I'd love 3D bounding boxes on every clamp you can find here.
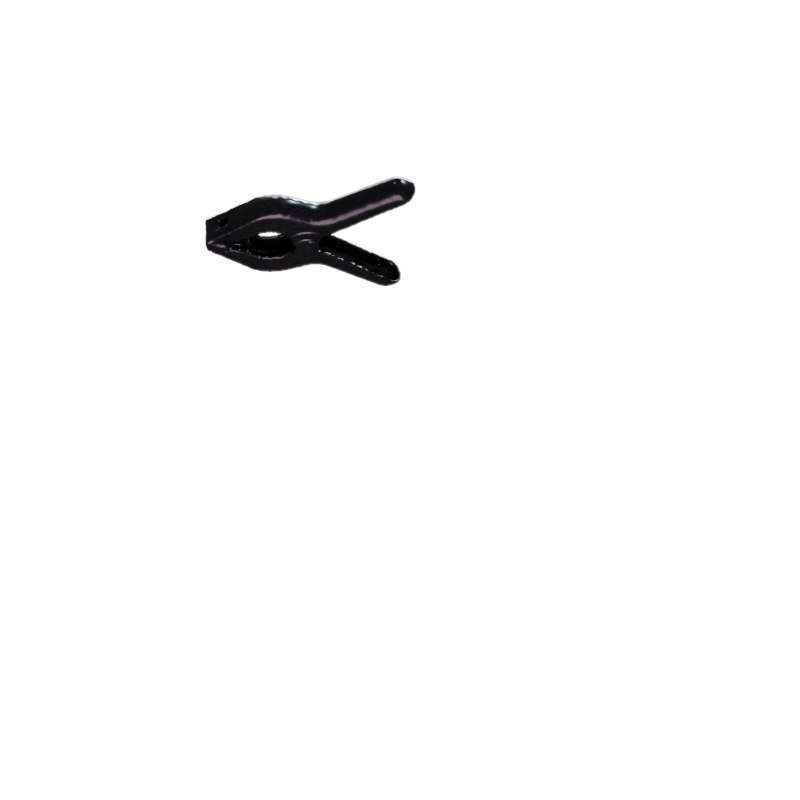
[{"bbox_3d":[-0.071,-0.130,0.911,0.172,0.042,0.111,-3,-43,3],"label":"clamp"}]
